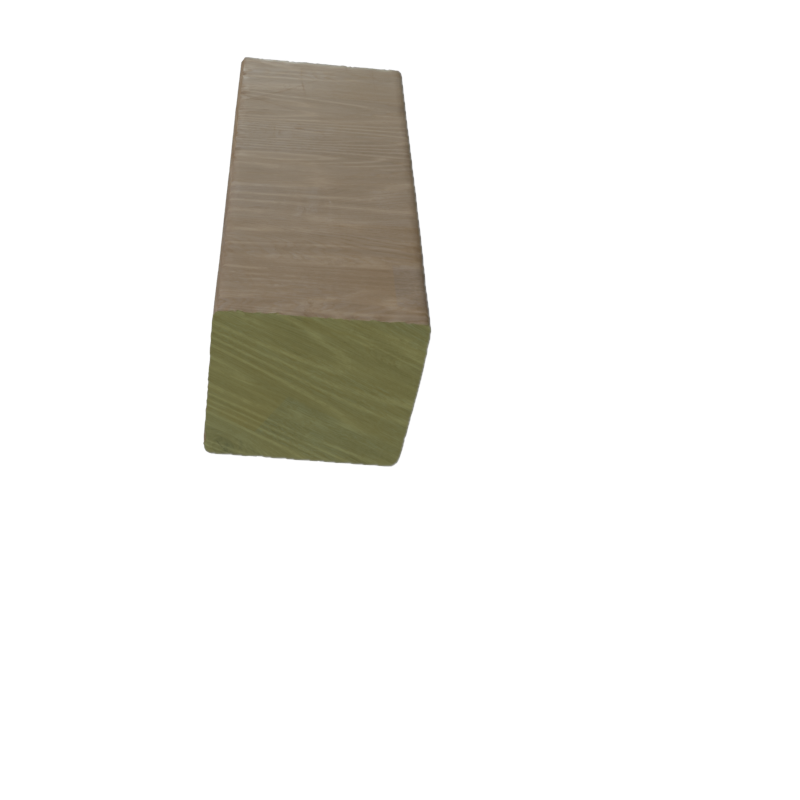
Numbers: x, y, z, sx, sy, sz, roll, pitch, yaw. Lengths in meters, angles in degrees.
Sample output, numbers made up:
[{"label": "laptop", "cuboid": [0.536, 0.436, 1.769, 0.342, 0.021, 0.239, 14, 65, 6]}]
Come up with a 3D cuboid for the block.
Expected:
[{"label": "block", "cuboid": [-0.043, -0.078, 0.551, 0.090, 0.085, 0.221, 4, 43, -7]}]
